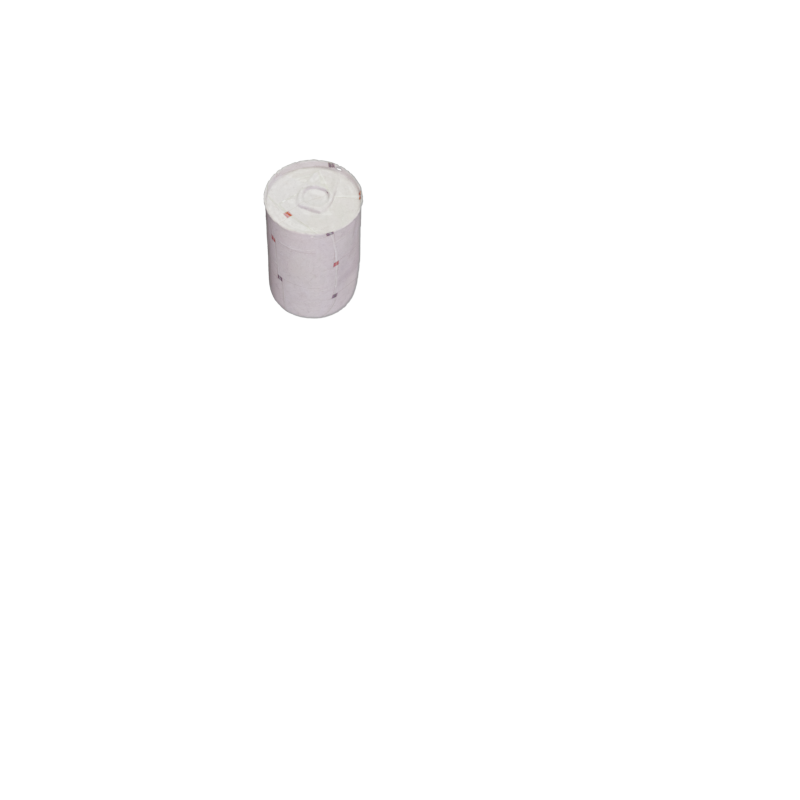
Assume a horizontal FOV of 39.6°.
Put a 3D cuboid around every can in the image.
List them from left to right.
[{"bbox_3d":[-0.062,-0.113,0.795,0.068,0.073,0.096,0,-34,-3],"label":"can"}]
